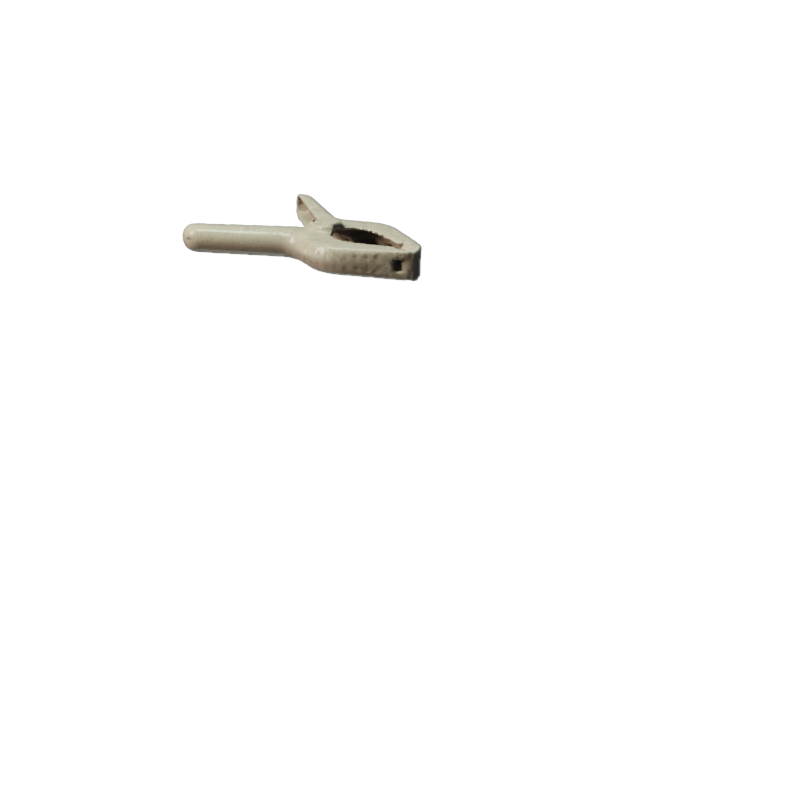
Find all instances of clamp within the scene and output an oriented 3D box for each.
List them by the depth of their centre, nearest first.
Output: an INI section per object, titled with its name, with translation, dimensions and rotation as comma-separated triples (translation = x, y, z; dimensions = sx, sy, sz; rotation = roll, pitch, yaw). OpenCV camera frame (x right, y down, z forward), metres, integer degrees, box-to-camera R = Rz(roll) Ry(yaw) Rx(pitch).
[clamp]
translation = -0.076, -0.139, 0.973
dimensions = 0.162, 0.035, 0.223
rotation = -22, 32, -39
